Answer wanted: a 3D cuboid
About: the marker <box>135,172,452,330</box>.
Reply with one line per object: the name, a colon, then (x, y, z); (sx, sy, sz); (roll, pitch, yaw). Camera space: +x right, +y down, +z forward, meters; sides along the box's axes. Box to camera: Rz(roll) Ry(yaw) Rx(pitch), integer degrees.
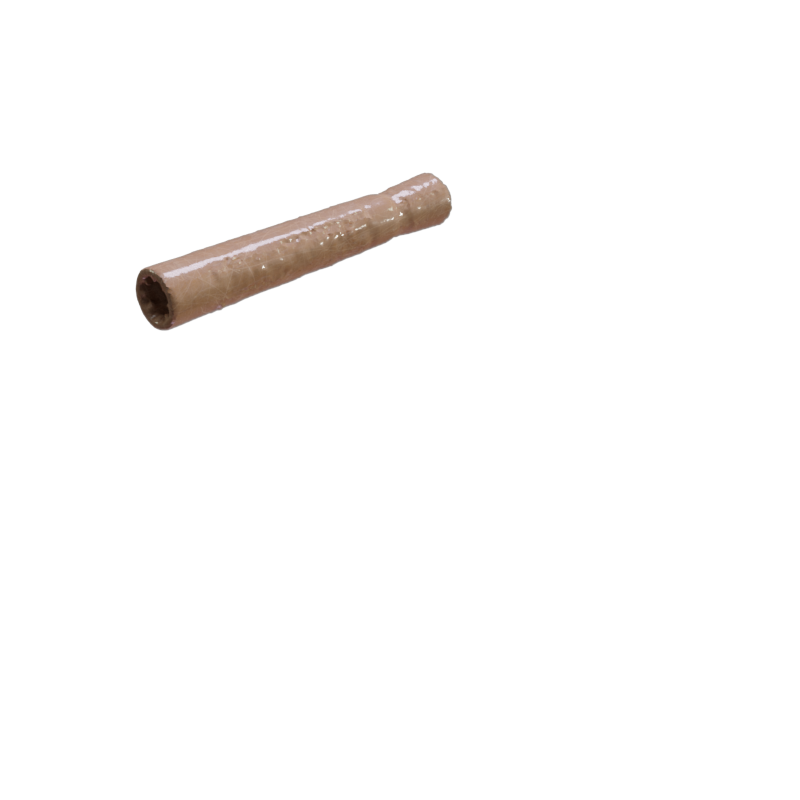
marker: (-0.027, -0.049, 0.346); (0.120, 0.019, 0.021); (-27, 21, -38)
